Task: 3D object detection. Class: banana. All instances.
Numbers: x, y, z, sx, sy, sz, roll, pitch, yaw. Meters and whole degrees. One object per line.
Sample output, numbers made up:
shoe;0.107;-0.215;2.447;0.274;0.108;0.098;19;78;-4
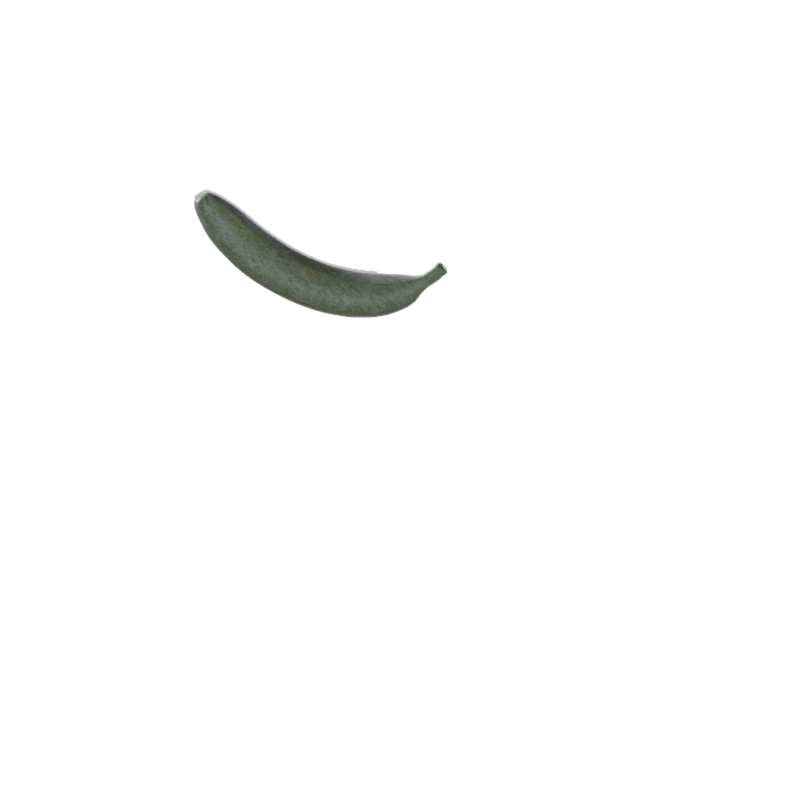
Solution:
banana;-0.068;-0.104;0.851;0.195;0.067;0.038;16;20;-6
